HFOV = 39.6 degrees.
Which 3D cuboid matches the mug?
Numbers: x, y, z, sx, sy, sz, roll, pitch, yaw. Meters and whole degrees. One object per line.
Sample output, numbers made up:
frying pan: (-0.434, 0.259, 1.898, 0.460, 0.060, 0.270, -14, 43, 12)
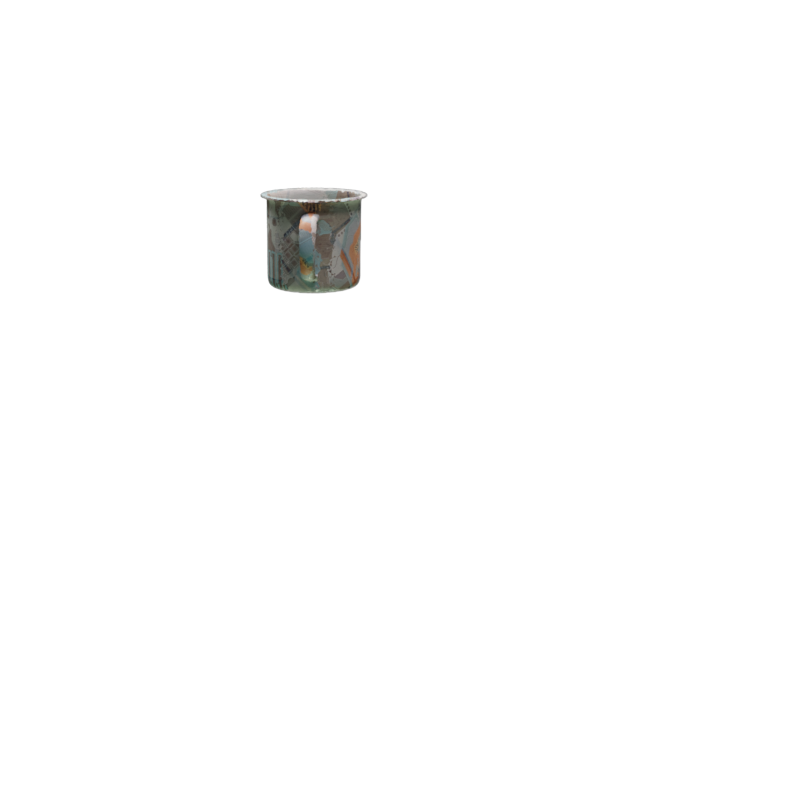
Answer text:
mug: (-0.075, -0.137, 0.956, 0.093, 0.079, 0.121, 0, 15, -1)
